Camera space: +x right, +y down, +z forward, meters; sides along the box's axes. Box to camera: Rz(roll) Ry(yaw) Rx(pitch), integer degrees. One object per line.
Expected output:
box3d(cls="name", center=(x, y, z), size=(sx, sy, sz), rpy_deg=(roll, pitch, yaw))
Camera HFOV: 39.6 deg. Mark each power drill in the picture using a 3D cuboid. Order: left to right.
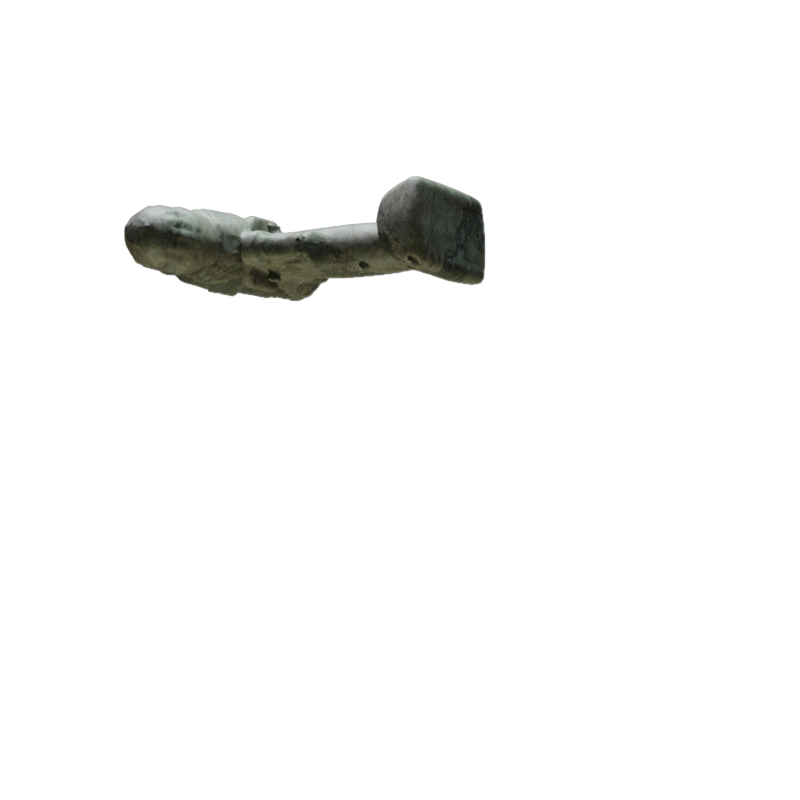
box3d(cls="power drill", center=(-0.055, -0.100, 0.702), size=(0.193, 0.058, 0.176), rpy_deg=(-1, -1, 31))
